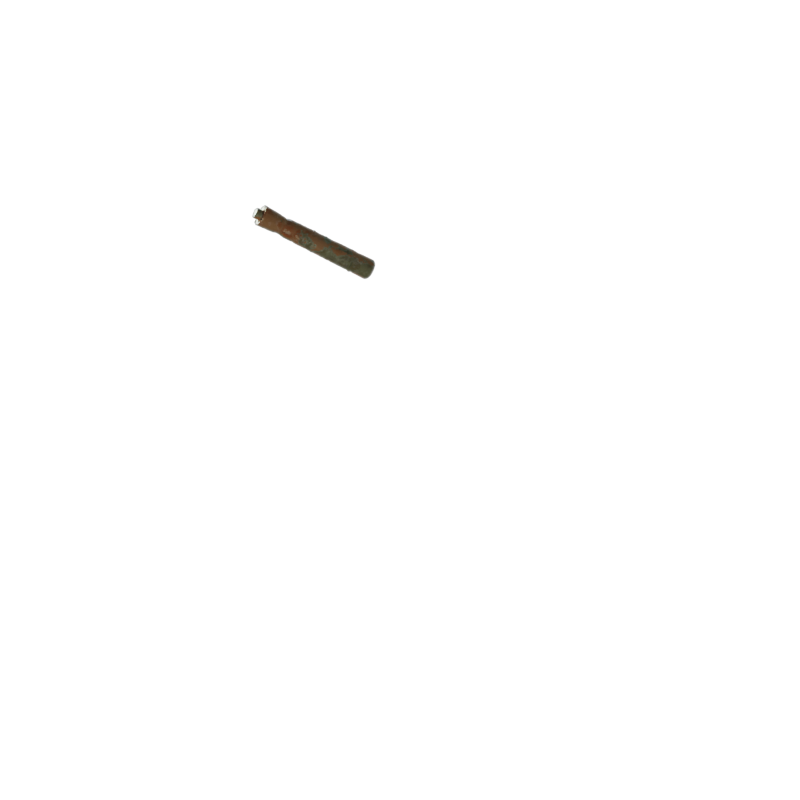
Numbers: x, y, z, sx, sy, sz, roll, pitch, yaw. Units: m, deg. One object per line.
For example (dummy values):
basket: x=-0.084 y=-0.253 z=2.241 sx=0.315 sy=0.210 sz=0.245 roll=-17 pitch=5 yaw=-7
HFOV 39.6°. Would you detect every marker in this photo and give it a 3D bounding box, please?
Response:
marker: x=-0.076 y=-0.139 z=0.970 sx=0.115 sy=0.020 sz=0.020 roll=24 pitch=-7 yaw=-23
